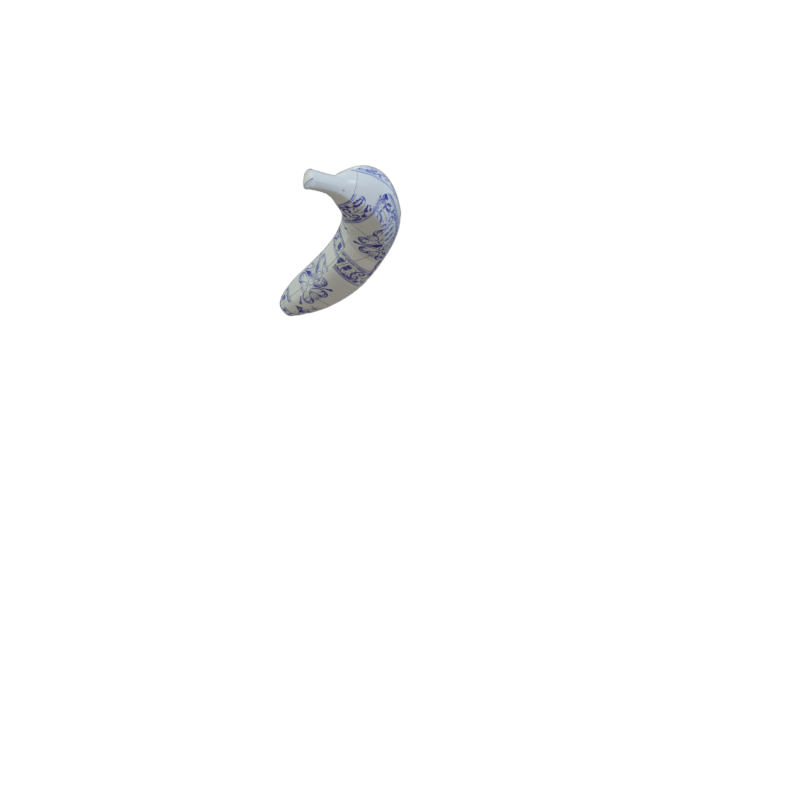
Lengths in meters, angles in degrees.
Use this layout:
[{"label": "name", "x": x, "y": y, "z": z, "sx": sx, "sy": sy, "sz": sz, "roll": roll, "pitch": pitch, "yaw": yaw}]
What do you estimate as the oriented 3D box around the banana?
[{"label": "banana", "x": -0.038, "y": -0.105, "z": 0.731, "sx": 0.069, "sy": 0.039, "sz": 0.189, "roll": 3, "pitch": -22, "yaw": -9}]
